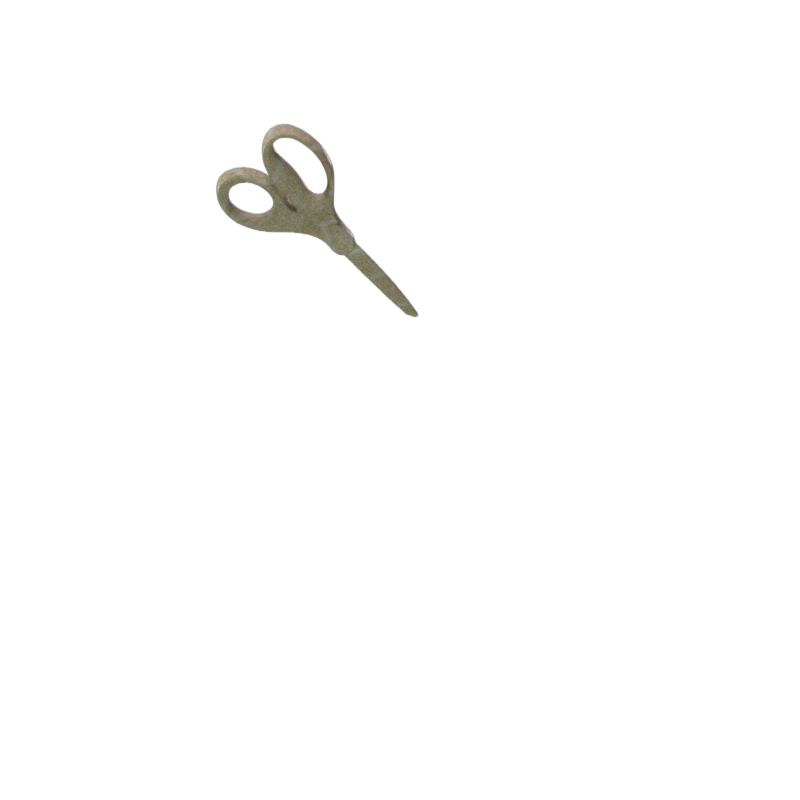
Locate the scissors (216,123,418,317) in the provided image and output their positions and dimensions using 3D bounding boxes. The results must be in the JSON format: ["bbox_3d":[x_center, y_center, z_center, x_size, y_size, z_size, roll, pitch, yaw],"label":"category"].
[{"bbox_3d":[-0.065,-0.118,0.827,0.097,0.187,0.017,-17,39,14],"label":"scissors"}]
